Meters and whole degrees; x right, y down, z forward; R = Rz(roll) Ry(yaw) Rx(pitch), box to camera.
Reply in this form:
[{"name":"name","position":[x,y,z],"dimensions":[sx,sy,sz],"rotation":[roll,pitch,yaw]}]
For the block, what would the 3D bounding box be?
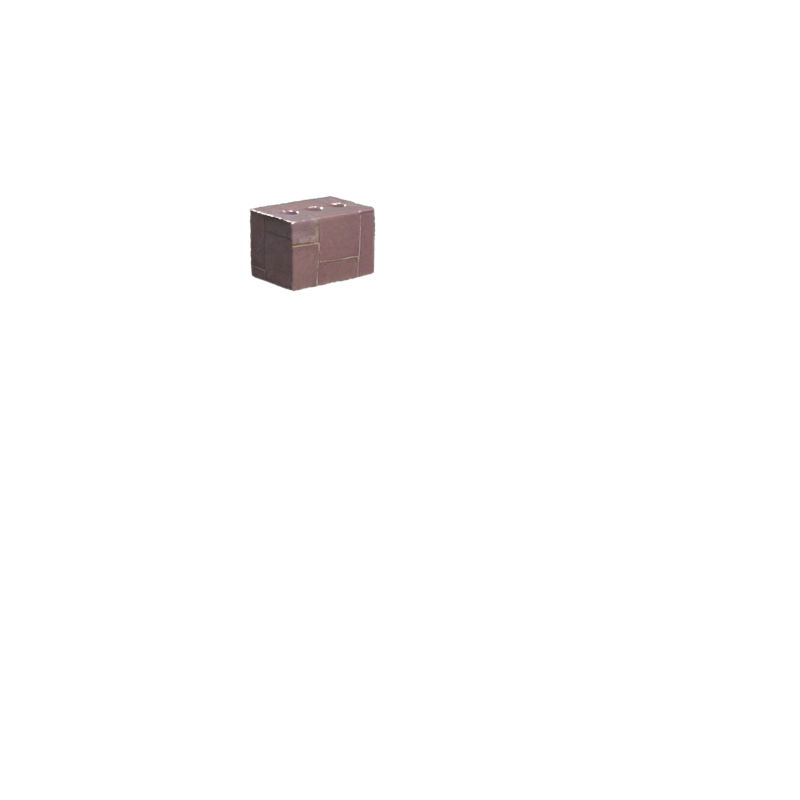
[{"name":"block","position":[-0.063,-0.115,0.804],"dimensions":[0.076,0.049,0.056],"rotation":[-16,24,-38]}]
